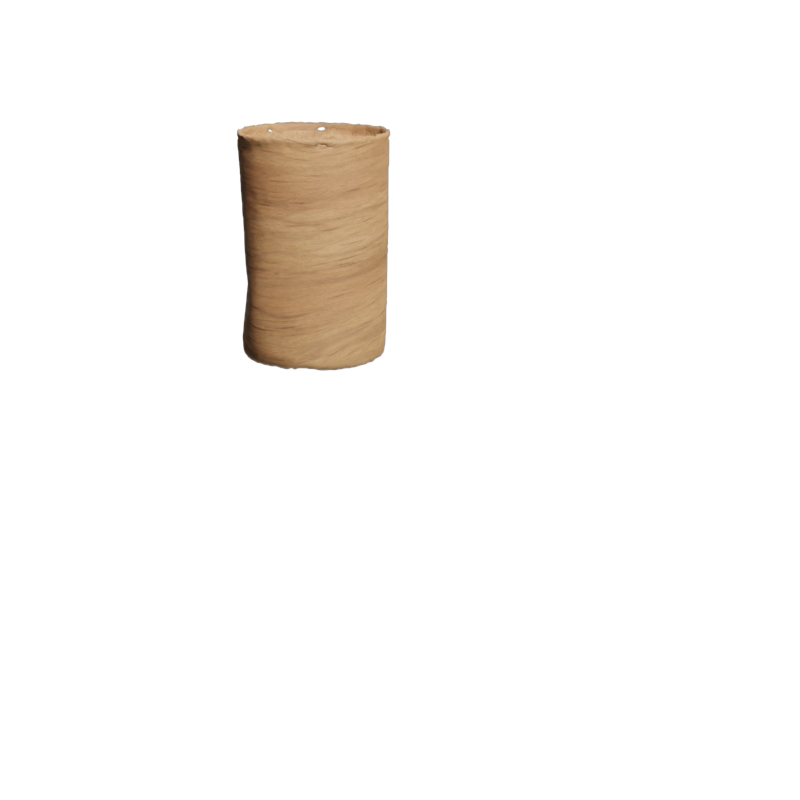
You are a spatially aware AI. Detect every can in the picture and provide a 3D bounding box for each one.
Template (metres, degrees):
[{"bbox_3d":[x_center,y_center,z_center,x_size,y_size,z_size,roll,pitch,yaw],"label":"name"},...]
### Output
[{"bbox_3d":[-0.039,-0.071,0.501,0.068,0.099,0.071,0,14,-2],"label":"can"}]
